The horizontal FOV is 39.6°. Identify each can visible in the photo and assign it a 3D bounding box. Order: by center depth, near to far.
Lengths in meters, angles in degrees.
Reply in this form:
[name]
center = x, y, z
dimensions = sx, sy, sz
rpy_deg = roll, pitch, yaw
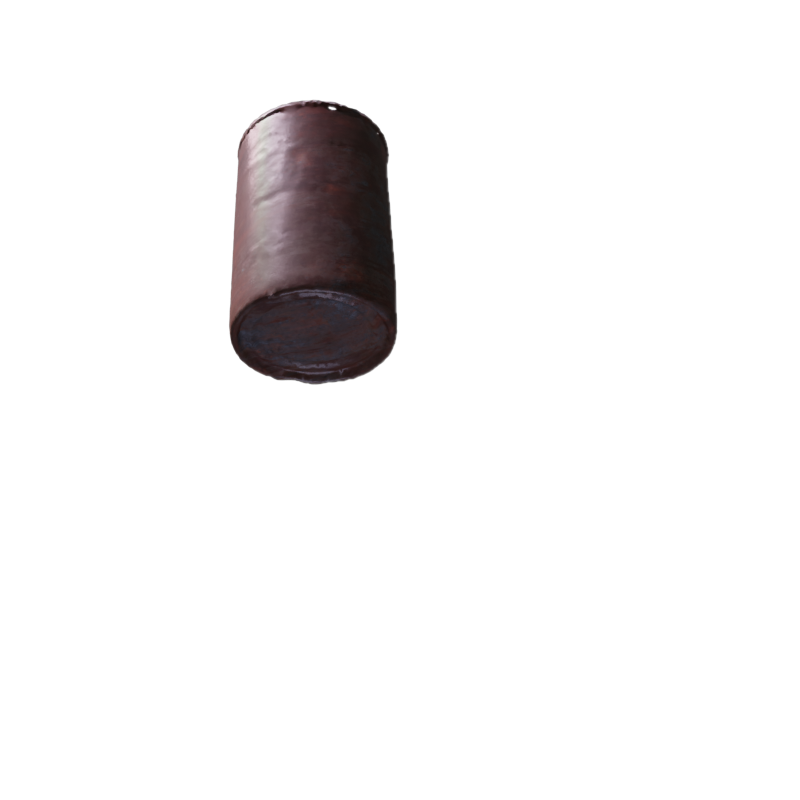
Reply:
[can]
center = -0.036, -0.066, 0.466
dimensions = 0.068, 0.110, 0.064
rpy_deg = -1, -37, -3
